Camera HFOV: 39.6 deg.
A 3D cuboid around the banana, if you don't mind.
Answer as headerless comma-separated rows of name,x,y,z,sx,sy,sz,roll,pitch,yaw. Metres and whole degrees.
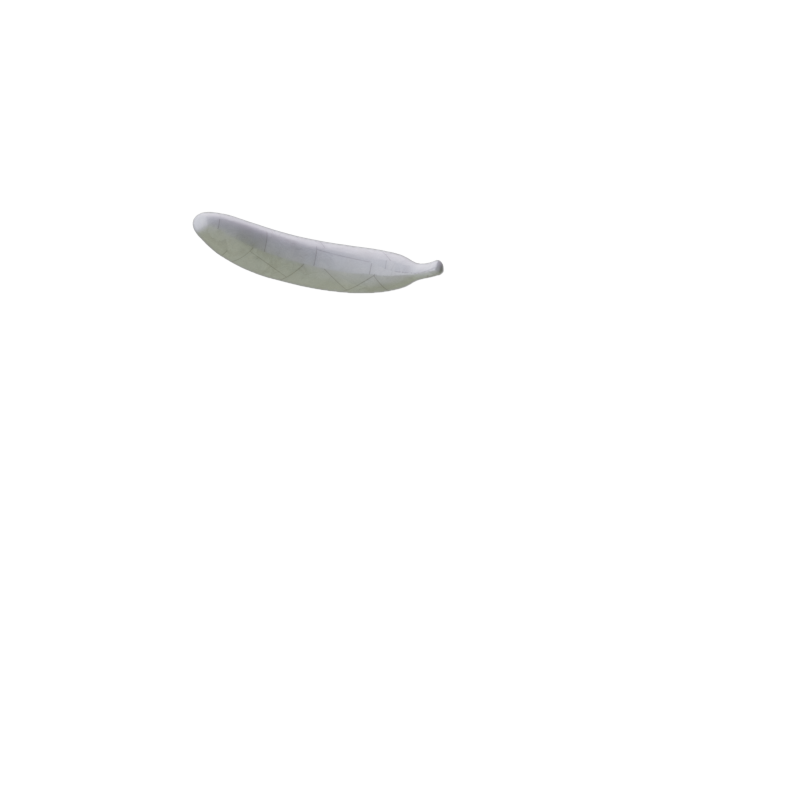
banana,-0.070,-0.114,0.863,0.193,0.039,0.067,7,-26,-16
